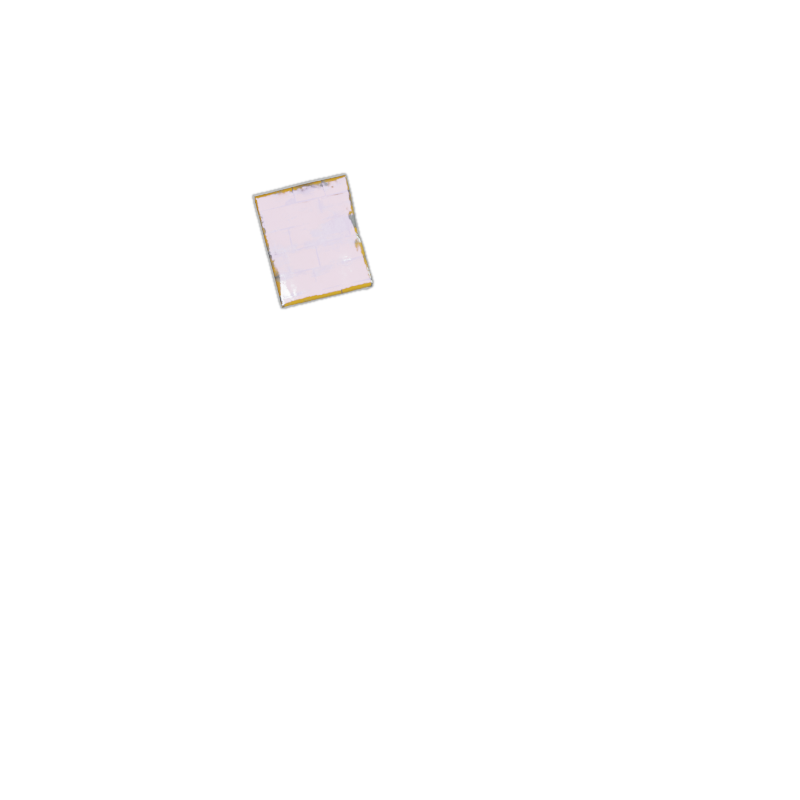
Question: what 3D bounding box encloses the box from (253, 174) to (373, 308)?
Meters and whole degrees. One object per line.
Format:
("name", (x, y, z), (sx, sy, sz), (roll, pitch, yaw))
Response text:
("box", (-0.066, -0.121, 0.846), (0.073, 0.090, 0.030), (-14, -2, -1))
